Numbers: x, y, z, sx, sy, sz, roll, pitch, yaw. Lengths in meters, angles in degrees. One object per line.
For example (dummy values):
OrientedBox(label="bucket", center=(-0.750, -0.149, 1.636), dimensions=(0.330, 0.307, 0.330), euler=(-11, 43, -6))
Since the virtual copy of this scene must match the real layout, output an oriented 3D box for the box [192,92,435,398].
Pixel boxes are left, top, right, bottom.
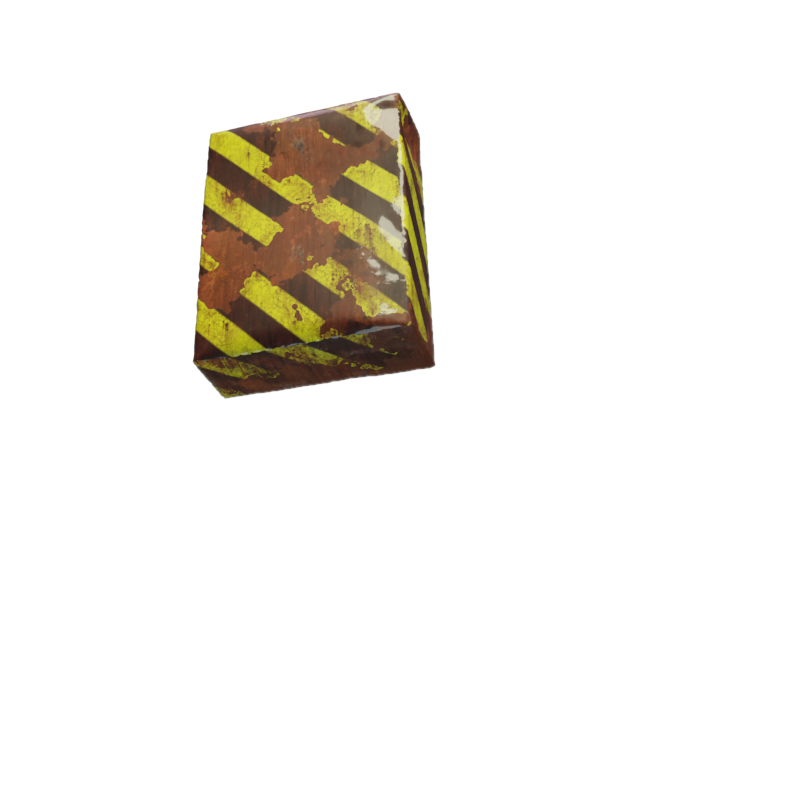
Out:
OrientedBox(label="box", center=(-0.066, -0.120, 0.840), dimensions=(0.166, 0.228, 0.066), euler=(-10, -32, 14))
